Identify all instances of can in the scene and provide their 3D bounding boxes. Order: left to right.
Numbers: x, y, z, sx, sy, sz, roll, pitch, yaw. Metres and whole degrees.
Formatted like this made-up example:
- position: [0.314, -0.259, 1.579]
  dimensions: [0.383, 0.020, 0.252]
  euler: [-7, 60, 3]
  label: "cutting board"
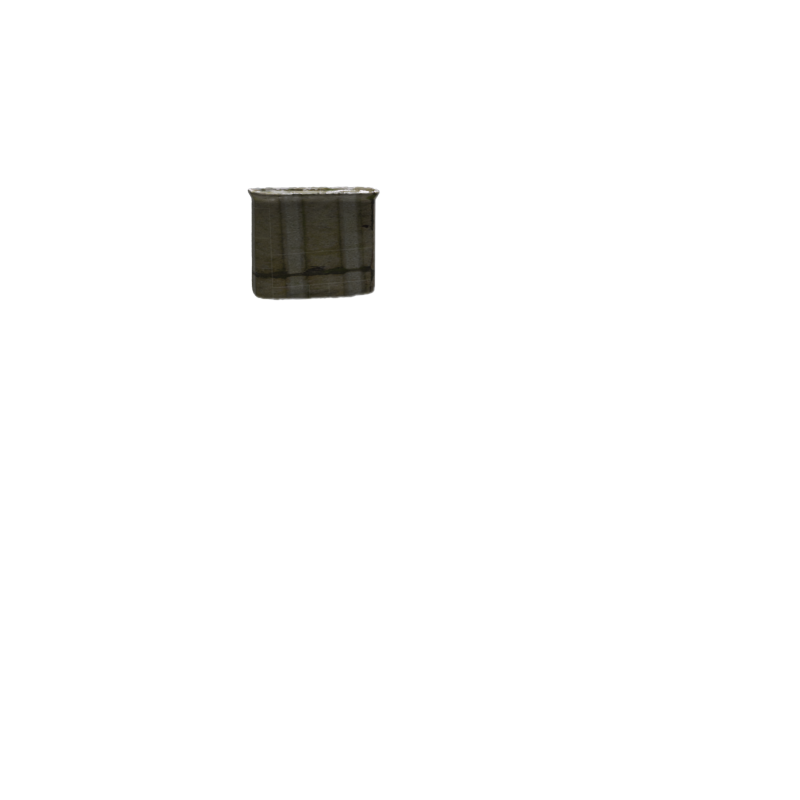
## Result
- position: [-0.069, -0.125, 0.879]
  dimensions: [0.100, 0.082, 0.060]
  euler: [-2, 10, -12]
  label: "can"
